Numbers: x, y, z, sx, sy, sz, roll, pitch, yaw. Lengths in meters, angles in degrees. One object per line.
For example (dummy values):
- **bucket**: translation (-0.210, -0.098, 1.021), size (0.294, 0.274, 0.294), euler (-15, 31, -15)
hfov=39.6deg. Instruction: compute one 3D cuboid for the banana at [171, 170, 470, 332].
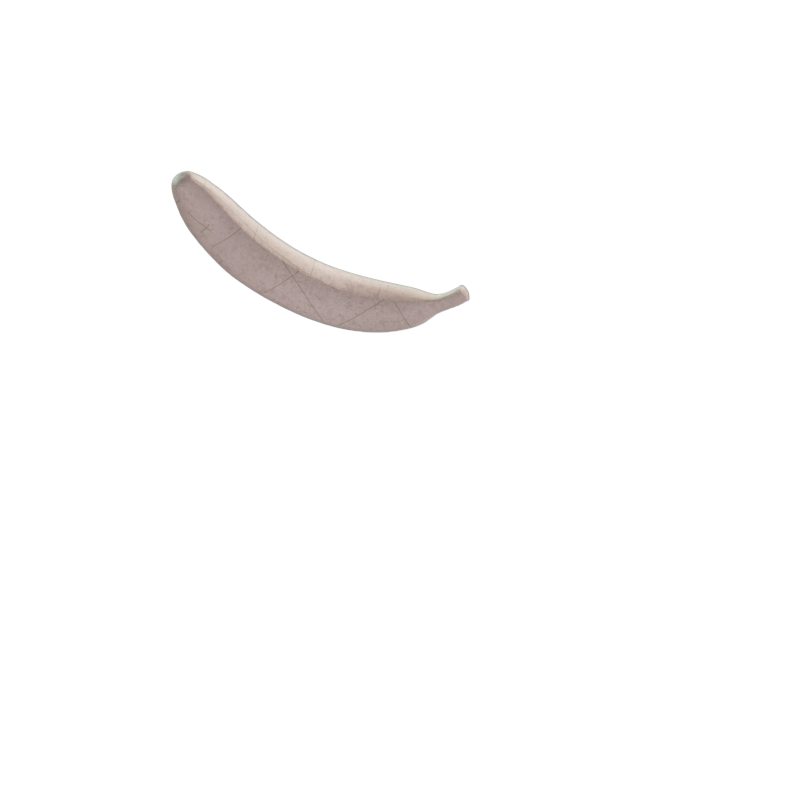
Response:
- **banana**: translation (-0.059, -0.084, 0.695), size (0.192, 0.067, 0.039), euler (20, 34, -14)
